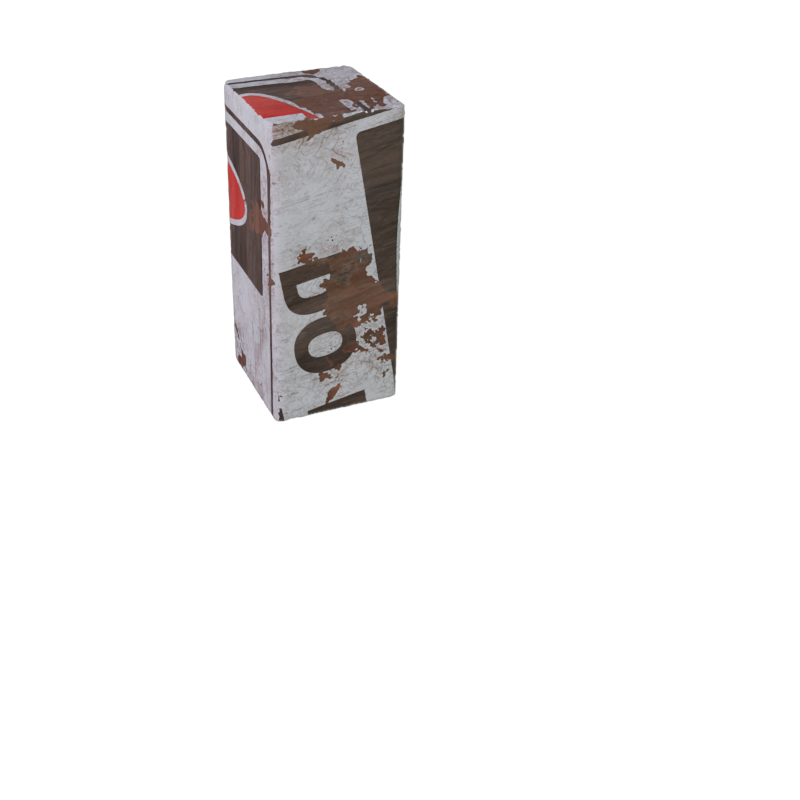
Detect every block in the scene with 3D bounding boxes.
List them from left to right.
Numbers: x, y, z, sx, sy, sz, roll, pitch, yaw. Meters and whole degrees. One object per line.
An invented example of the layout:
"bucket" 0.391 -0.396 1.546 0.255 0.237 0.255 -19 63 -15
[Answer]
"block" -0.058 -0.104 0.726 0.089 0.194 0.098 -11 31 -22
